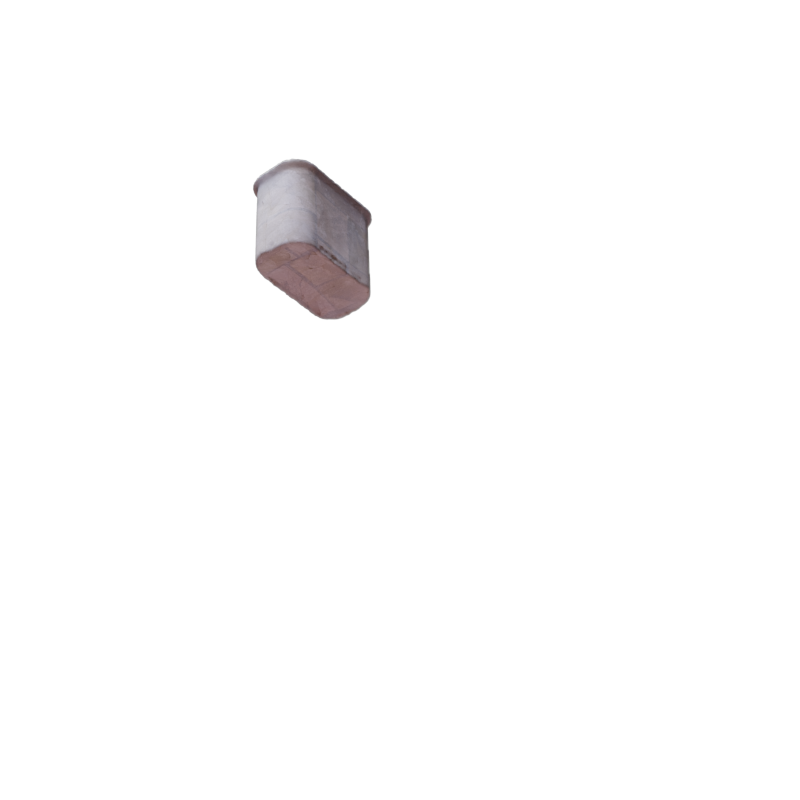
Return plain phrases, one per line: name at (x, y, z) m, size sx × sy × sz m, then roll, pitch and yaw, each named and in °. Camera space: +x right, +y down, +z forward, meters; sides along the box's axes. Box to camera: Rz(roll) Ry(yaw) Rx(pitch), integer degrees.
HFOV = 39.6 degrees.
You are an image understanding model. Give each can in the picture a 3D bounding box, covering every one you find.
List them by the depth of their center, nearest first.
can at (-0.067, -0.122, 0.855) m, size 0.057 × 0.090 × 0.095 m, roll -28°, pitch -45°, yaw 29°
